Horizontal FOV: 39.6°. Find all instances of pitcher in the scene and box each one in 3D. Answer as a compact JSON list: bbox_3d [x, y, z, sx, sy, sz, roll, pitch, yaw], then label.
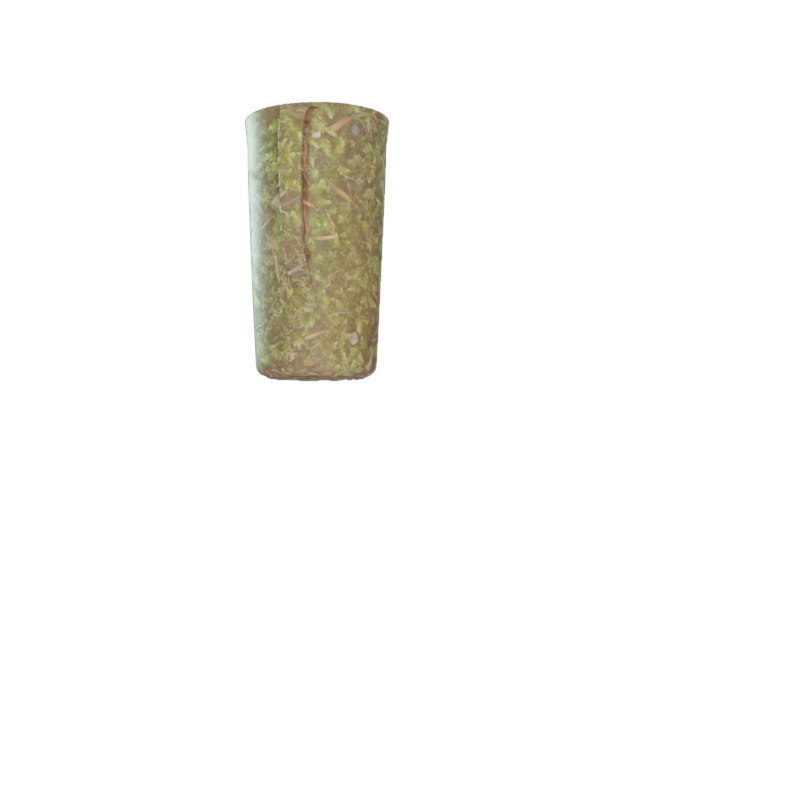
[{"bbox_3d":[-0.078,-0.142,0.996,0.143,0.249,0.148,5,-10,-36],"label":"pitcher"}]
